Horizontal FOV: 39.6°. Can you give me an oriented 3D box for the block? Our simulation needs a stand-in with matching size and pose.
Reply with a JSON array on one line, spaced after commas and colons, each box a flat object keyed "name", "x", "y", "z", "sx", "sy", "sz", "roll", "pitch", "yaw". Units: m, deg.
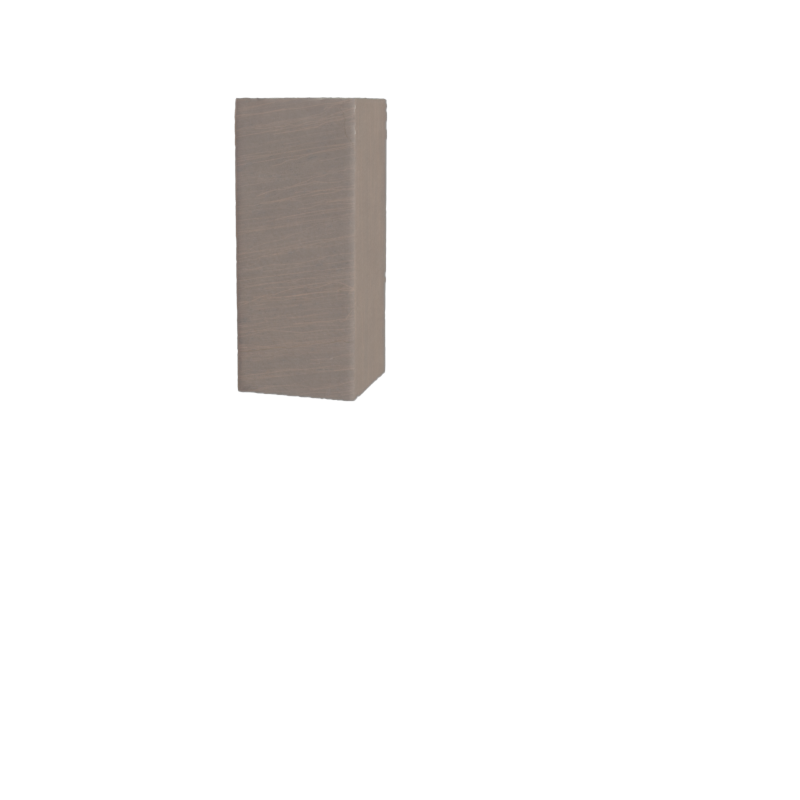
[{"name": "block", "x": -0.063, "y": -0.114, "z": 0.800, "sx": 0.092, "sy": 0.202, "sz": 0.091, "roll": 3, "pitch": 9, "yaw": 15}]
